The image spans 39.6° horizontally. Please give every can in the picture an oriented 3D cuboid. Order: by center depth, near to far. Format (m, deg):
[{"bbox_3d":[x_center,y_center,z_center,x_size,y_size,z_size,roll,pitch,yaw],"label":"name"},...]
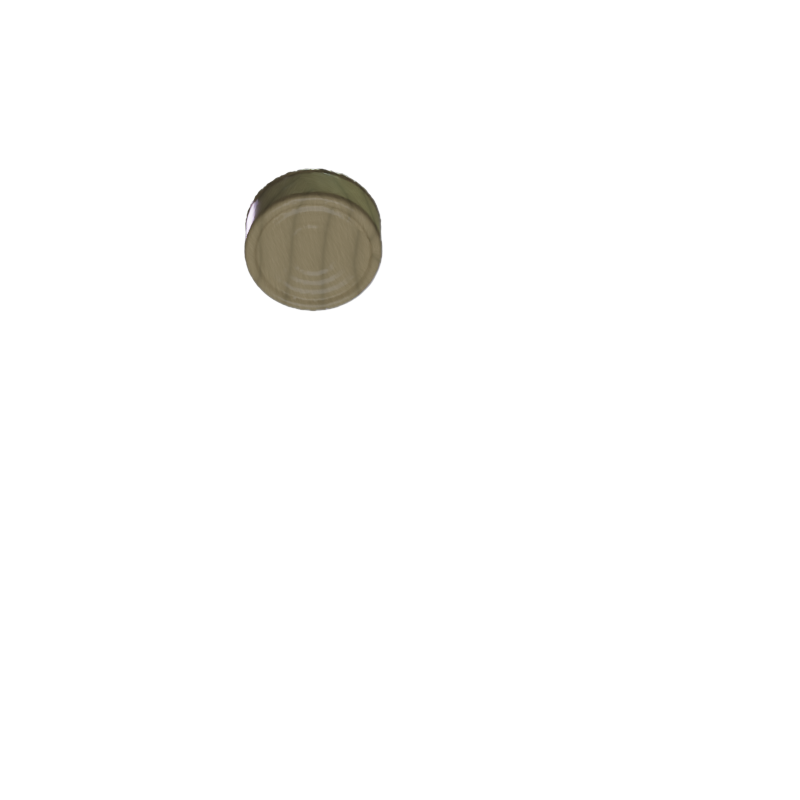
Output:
[{"bbox_3d":[-0.054,-0.098,0.684,0.086,0.080,0.036,1,35,-1],"label":"can"}]
